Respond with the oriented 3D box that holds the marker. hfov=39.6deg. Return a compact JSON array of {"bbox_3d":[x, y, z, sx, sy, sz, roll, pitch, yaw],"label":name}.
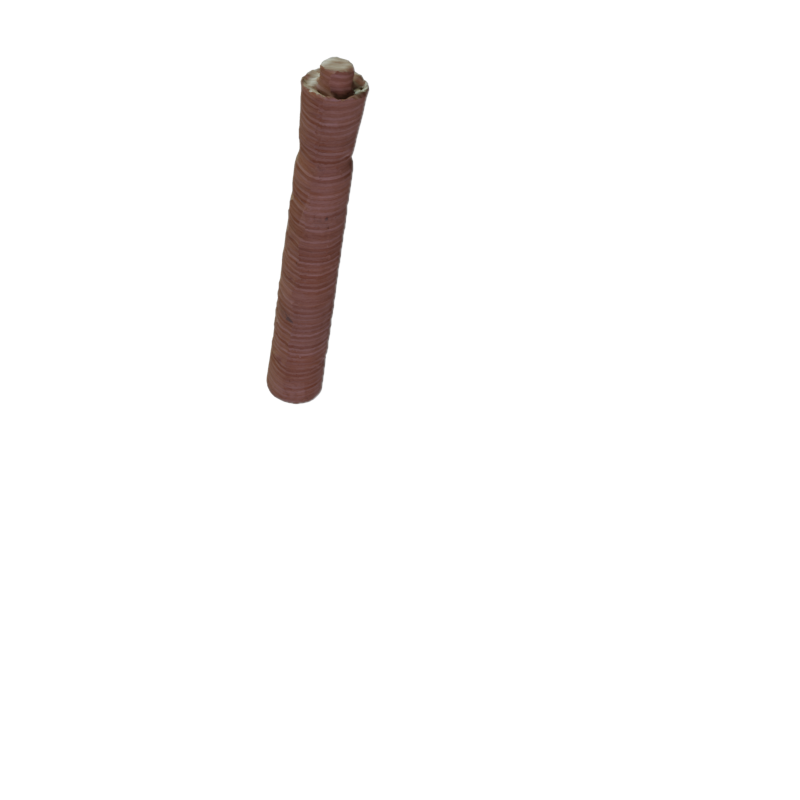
[{"bbox_3d":[-0.026,-0.048,0.335,0.020,0.114,0.021,6,40,-7],"label":"marker"}]
